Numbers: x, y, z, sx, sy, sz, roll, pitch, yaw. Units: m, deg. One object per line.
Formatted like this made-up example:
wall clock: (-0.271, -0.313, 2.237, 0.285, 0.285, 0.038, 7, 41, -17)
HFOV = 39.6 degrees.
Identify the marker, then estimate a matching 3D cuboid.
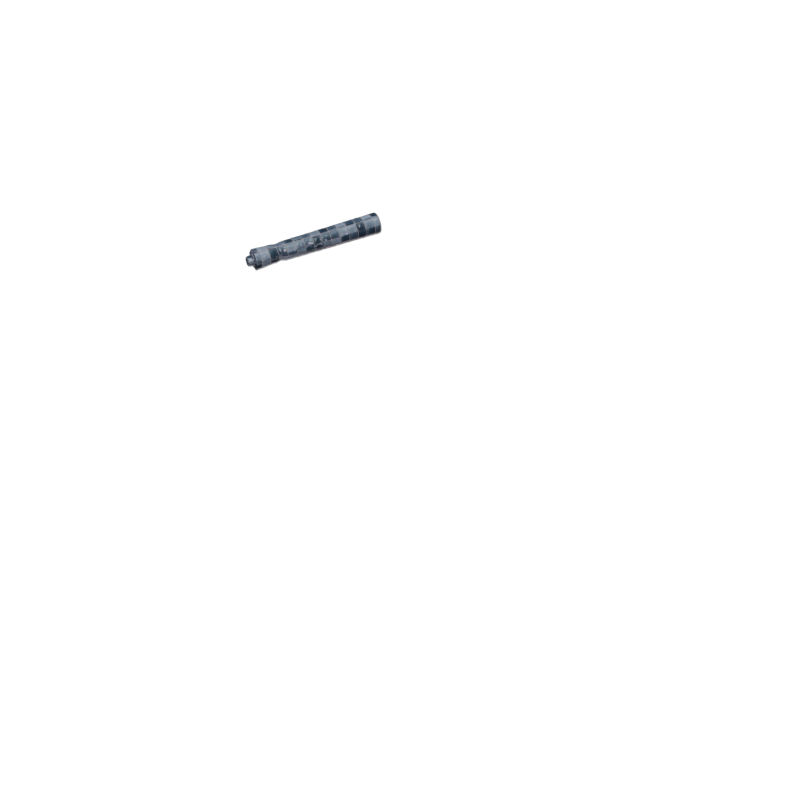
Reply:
marker: (-0.074, -0.135, 0.943, 0.120, 0.019, 0.020, -19, 10, -17)
